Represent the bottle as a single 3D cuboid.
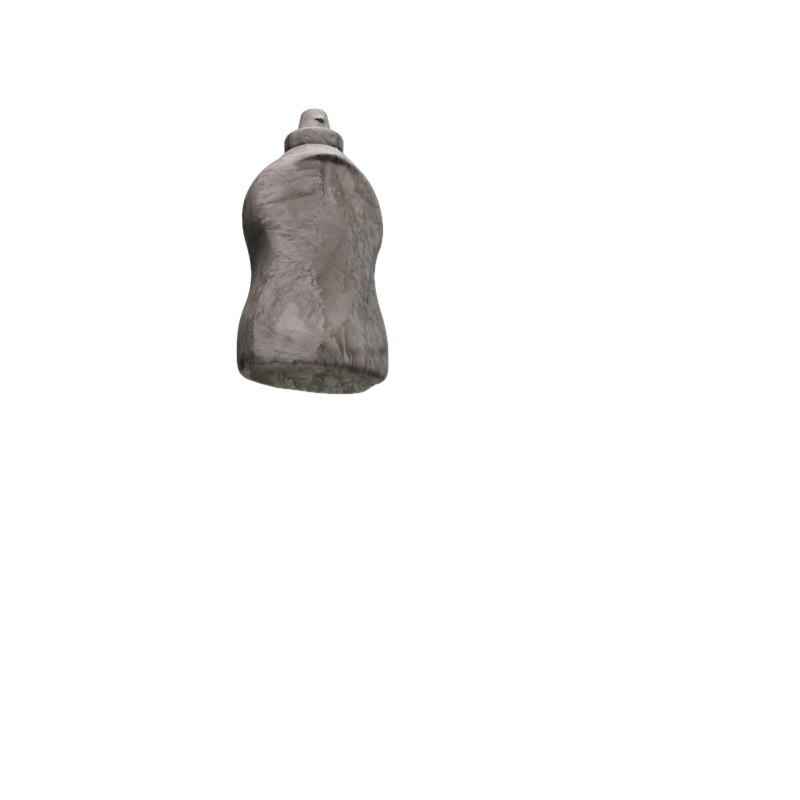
[{"bbox_3d":[-0.057,-0.105,0.731,0.093,0.202,0.057,8,-24,-24],"label":"bottle"}]
